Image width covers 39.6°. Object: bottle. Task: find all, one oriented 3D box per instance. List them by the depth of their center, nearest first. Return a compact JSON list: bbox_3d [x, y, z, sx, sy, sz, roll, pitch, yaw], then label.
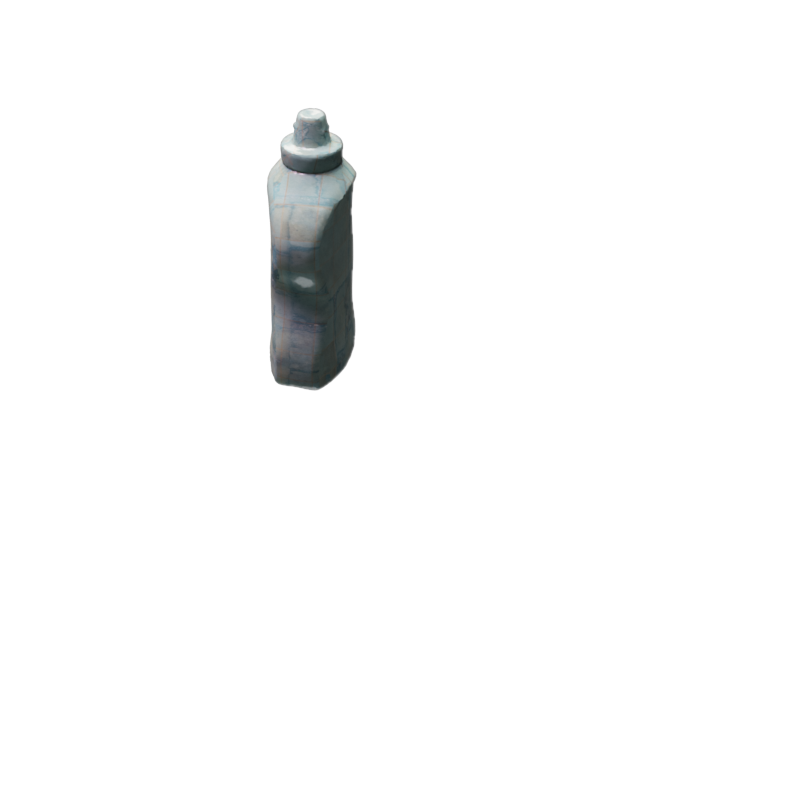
[{"bbox_3d":[-0.060,-0.108,0.759,0.060,0.180,0.100,10,34,10],"label":"bottle"}]
